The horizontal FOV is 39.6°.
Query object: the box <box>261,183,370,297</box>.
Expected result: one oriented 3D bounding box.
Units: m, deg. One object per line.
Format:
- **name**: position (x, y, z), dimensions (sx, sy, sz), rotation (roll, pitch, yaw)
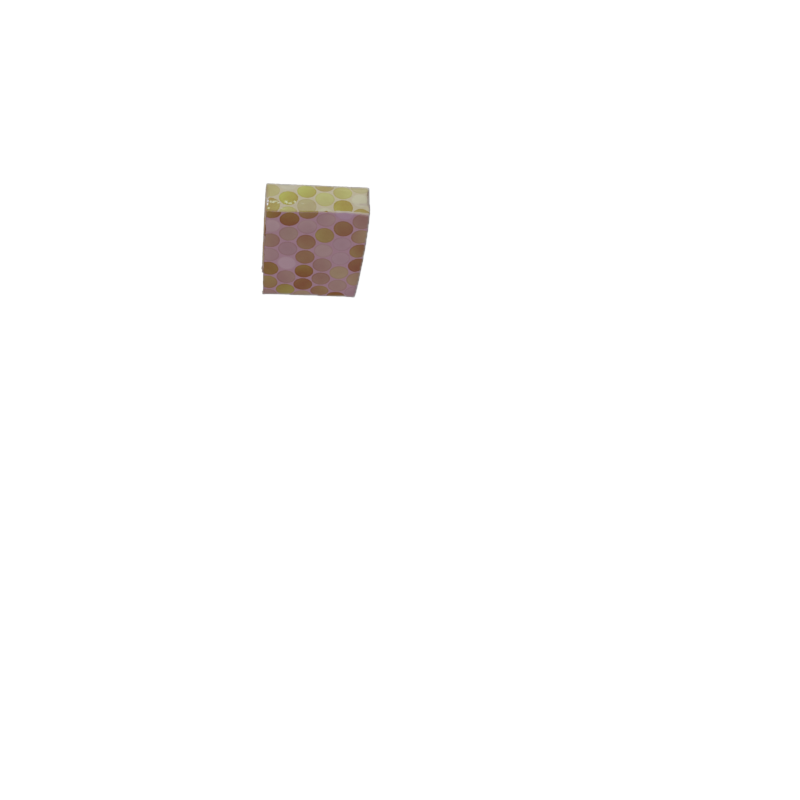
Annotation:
- **box**: position (-0.076, -0.140, 0.978), dimensions (0.089, 0.042, 0.106), rotation (4, -41, -5)
